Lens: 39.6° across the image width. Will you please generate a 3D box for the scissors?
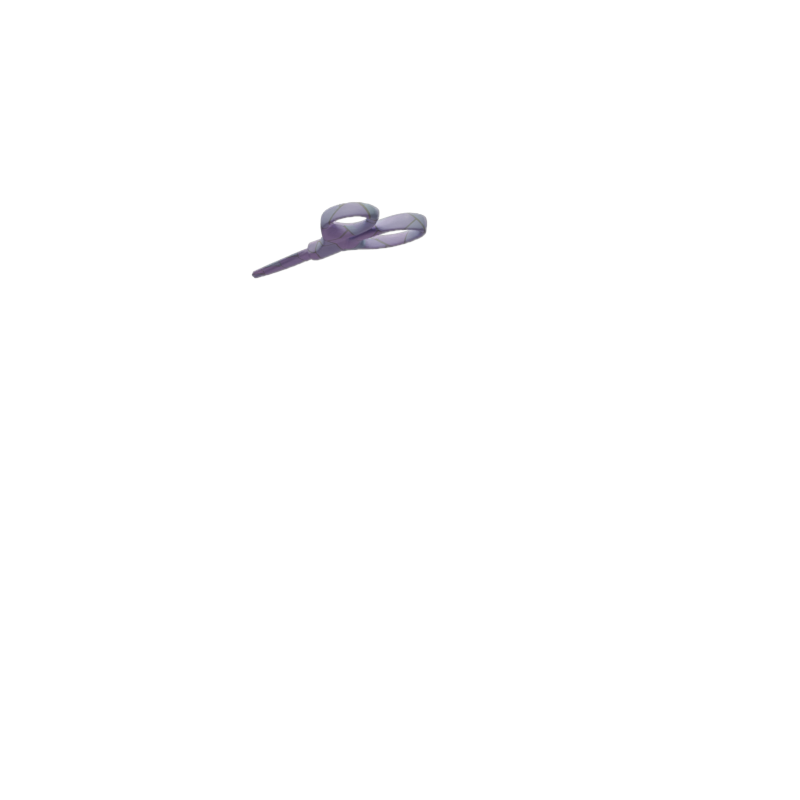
[{"bbox_3d":[-0.074,-0.135,0.948,0.206,0.016,0.090,-8,-15,32],"label":"scissors"}]
